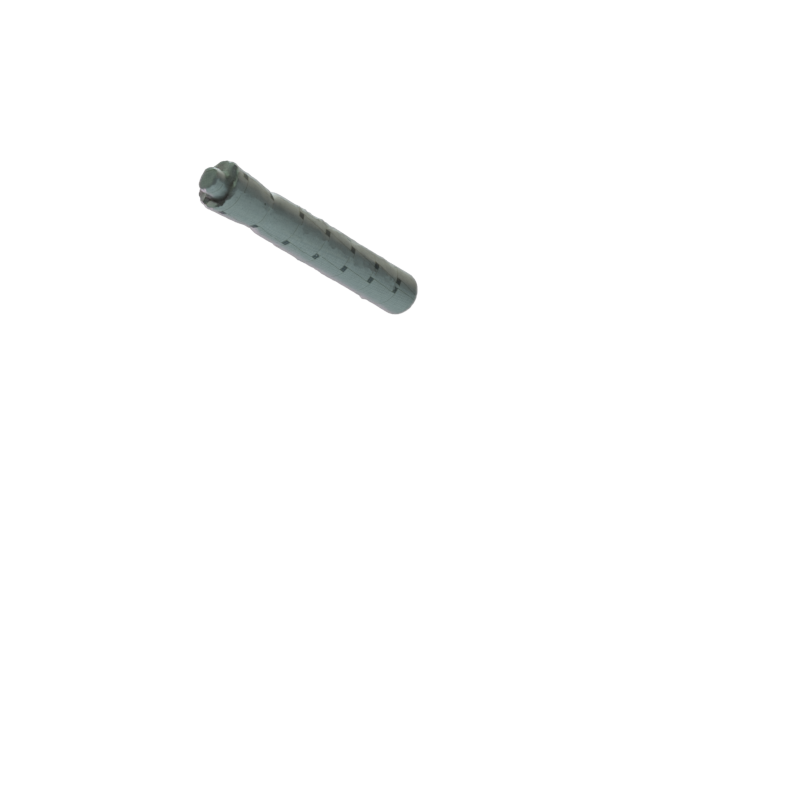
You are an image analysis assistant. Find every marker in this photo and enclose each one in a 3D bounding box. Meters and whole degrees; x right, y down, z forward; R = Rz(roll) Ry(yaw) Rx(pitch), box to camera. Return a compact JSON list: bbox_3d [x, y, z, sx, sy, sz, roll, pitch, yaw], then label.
[{"bbox_3d":[-0.033,-0.061,0.427,0.021,0.020,0.113,3,-15,39],"label":"marker"}]
